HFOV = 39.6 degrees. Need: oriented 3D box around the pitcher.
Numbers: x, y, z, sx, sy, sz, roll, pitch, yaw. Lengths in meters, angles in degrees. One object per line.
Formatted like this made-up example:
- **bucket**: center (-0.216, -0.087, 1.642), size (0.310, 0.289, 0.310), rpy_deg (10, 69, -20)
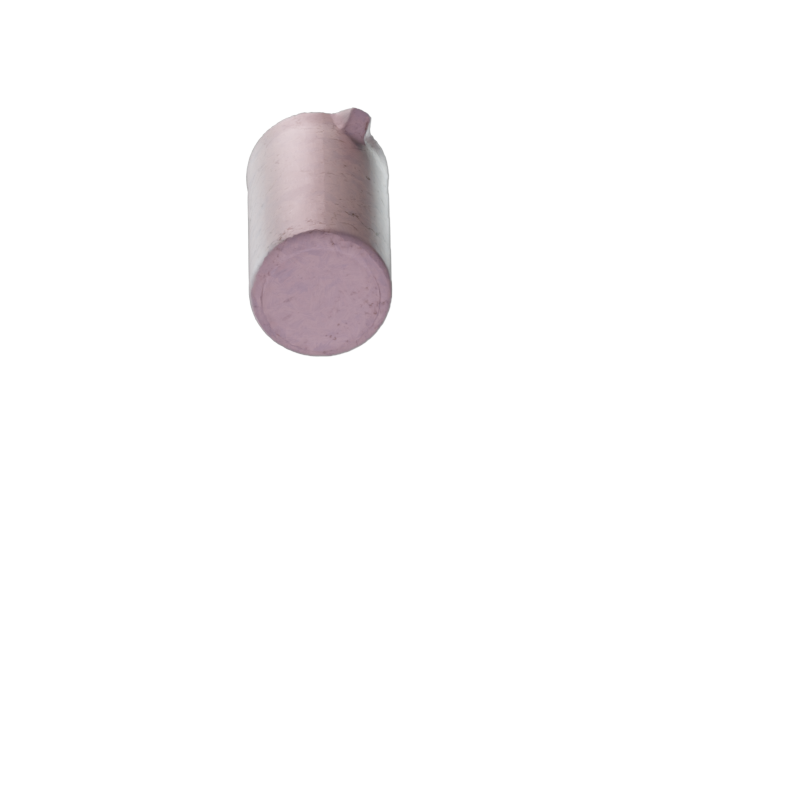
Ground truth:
- **pitcher**: center (-0.073, -0.133, 0.933), size (0.145, 0.140, 0.258), rpy_deg (-13, 31, 4)
